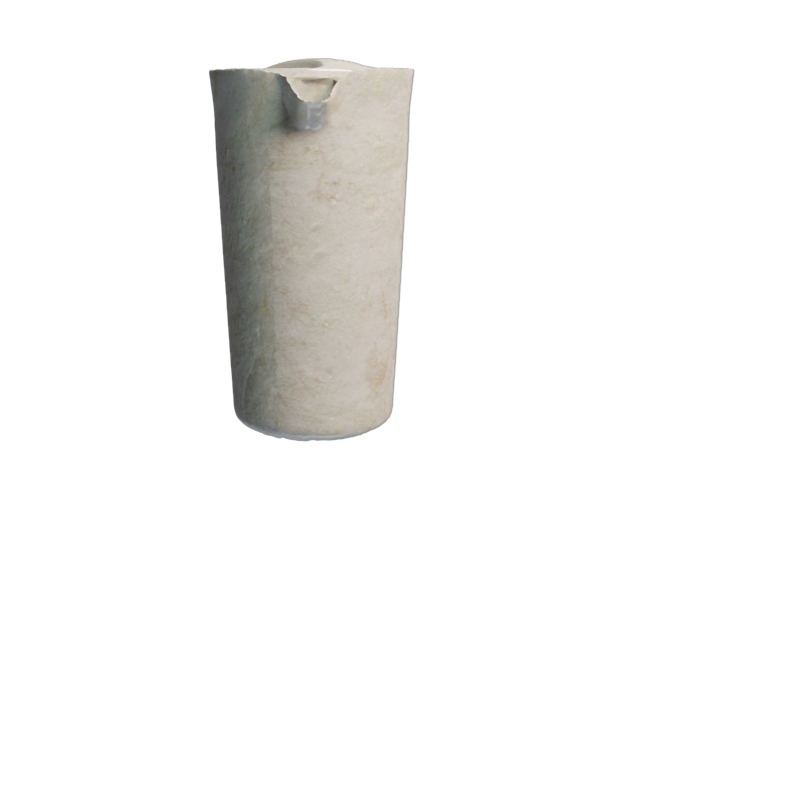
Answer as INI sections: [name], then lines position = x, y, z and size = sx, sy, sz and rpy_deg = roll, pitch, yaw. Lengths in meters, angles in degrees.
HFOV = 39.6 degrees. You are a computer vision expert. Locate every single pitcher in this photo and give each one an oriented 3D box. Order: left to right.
[pitcher]
position = -0.058, -0.107, 0.747
size = 0.152, 0.238, 0.145
rpy_deg = 9, 13, 39
